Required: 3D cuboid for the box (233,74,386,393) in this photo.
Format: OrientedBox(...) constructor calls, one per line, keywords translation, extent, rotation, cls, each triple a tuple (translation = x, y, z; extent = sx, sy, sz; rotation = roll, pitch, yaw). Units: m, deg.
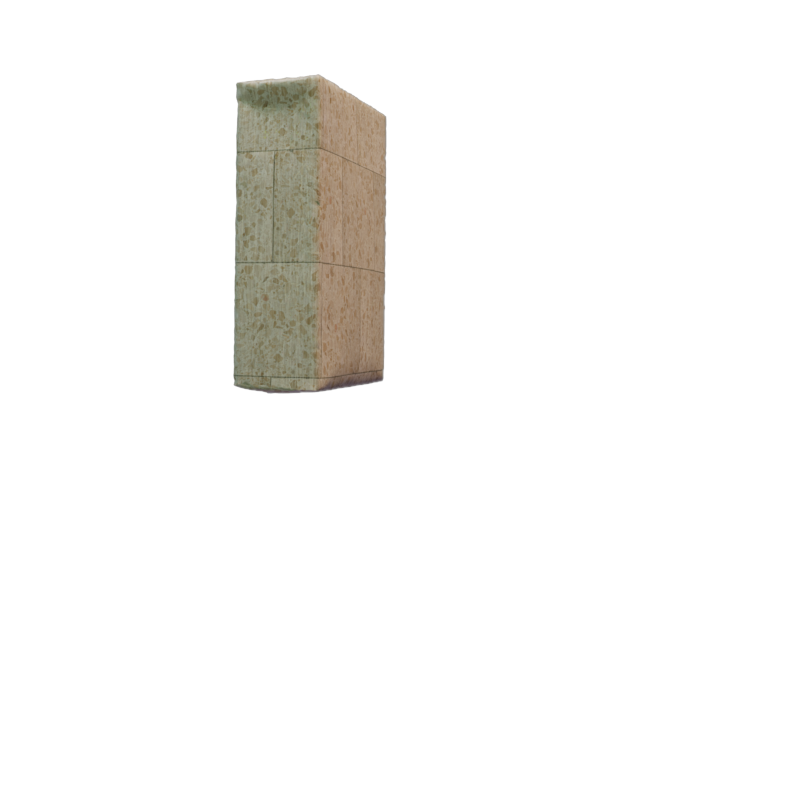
OrientedBox(translation=(-0.064, -0.116, 0.815), extent=(0.073, 0.215, 0.160), rotation=(-1, -1, 16), cls="box")
